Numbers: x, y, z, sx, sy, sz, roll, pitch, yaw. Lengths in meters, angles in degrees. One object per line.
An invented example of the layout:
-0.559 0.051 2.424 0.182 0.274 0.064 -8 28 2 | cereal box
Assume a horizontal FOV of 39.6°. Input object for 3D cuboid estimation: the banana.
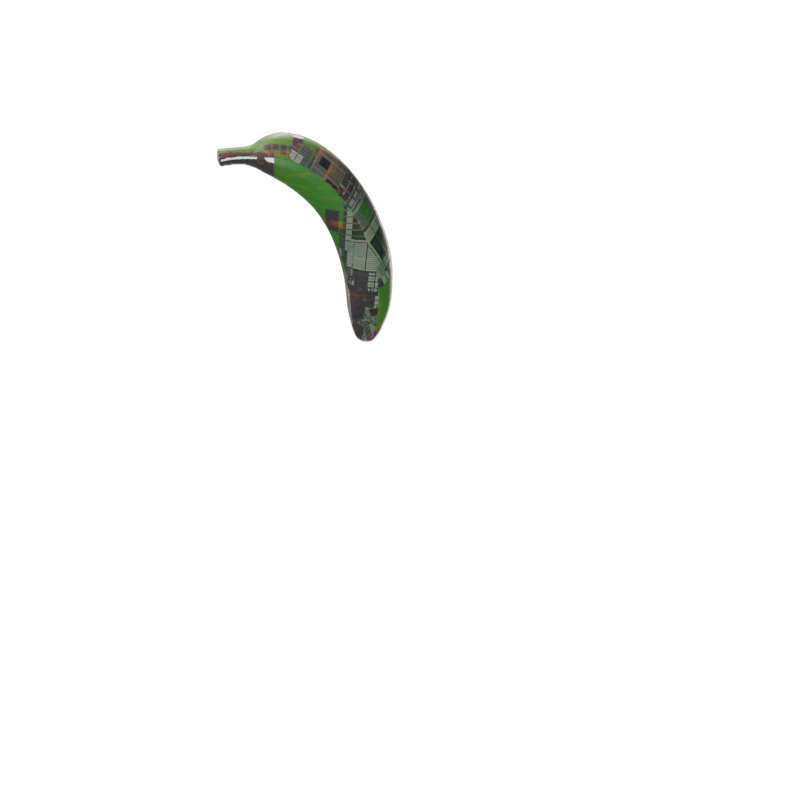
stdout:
-0.049 -0.124 0.792 0.070 0.185 0.039 -27 31 18 | banana
